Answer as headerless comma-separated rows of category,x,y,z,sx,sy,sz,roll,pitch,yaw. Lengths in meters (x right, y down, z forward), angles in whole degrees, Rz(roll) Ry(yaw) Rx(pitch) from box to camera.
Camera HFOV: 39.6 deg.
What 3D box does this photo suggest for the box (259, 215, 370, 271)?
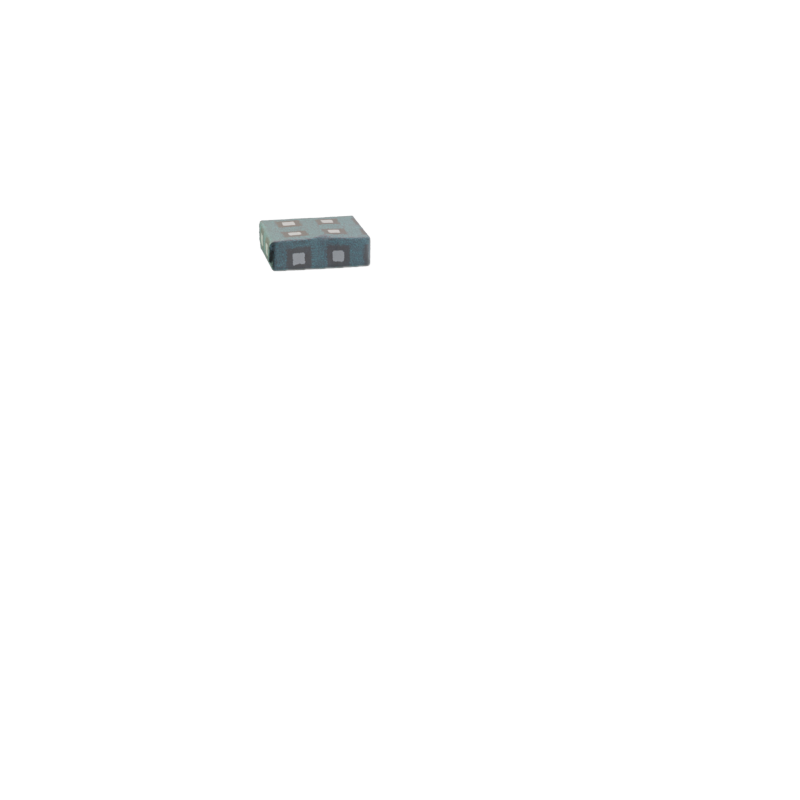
box,-0.077,-0.140,0.980,0.088,0.029,0.077,-4,23,-11
